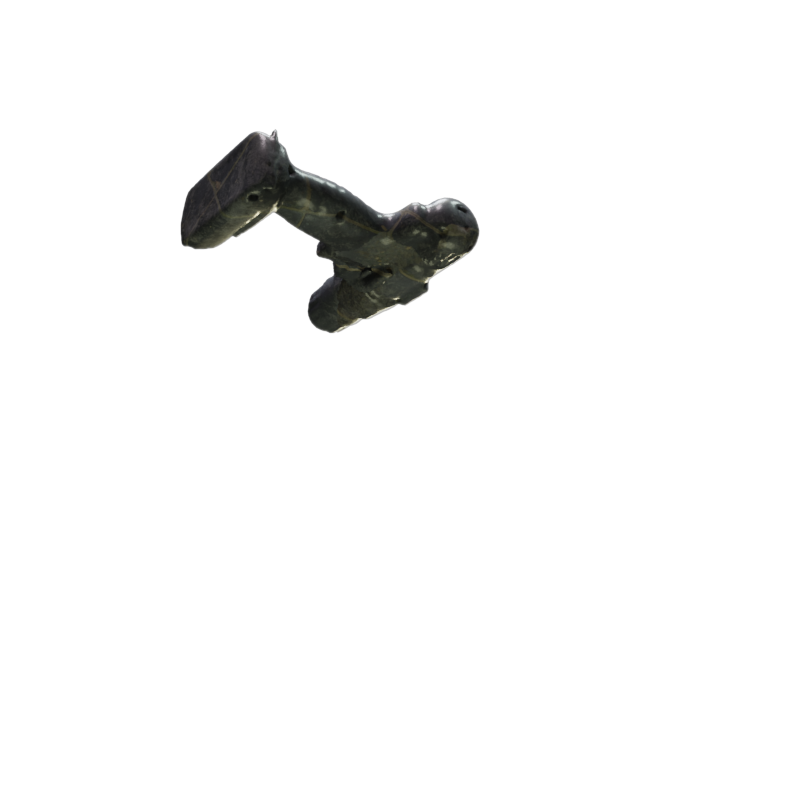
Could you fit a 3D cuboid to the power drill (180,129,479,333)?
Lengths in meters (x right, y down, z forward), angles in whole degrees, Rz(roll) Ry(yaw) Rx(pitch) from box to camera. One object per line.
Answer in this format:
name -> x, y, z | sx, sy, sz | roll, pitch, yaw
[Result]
power drill -> -0.064, -0.118, 0.824 | 0.178, 0.061, 0.183 | 19, -34, -32
